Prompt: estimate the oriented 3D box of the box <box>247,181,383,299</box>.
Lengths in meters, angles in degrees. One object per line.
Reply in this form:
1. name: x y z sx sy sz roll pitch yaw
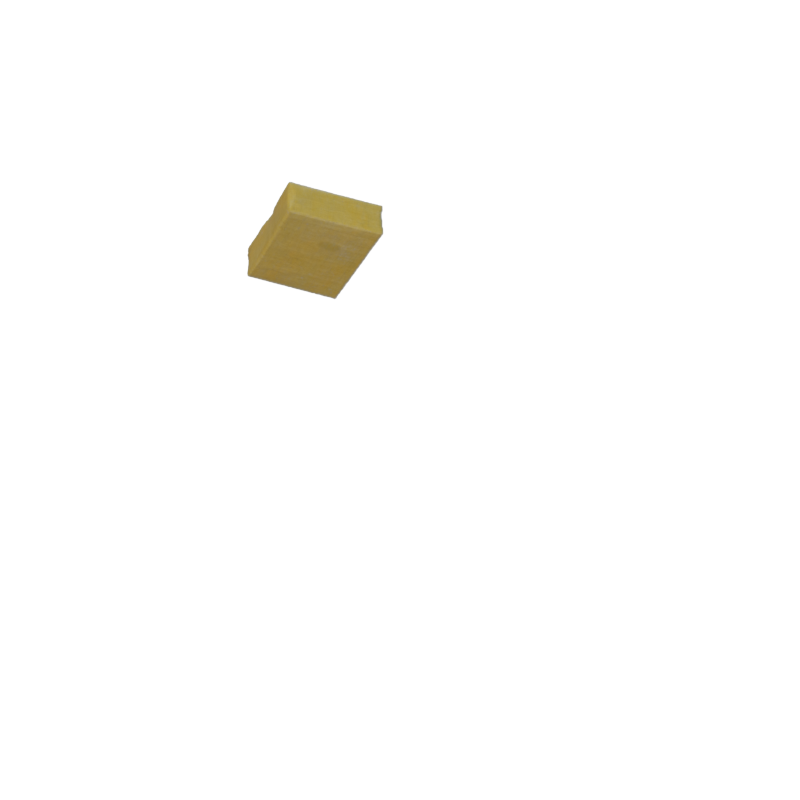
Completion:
1. box: -0.064 -0.116 0.811 0.071 0.032 0.086 14 -35 -21
